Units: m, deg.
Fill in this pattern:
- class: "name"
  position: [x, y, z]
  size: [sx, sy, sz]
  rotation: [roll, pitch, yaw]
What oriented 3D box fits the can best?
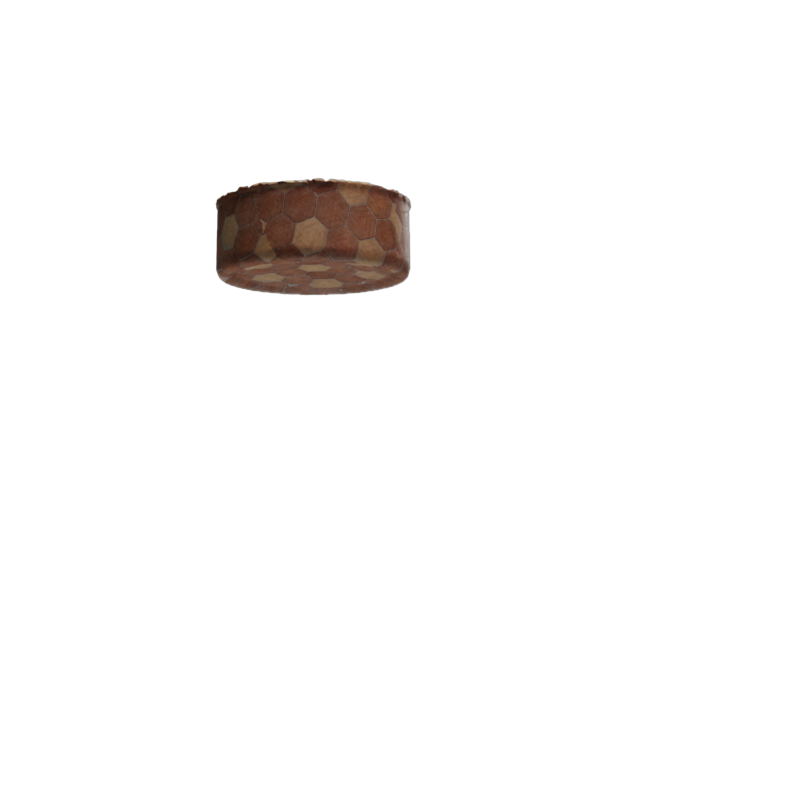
- class: "can"
  position: [-0.038, -0.069, 0.484]
  size: [0.086, 0.034, 0.084]
  rotation: [0, -6, -2]
